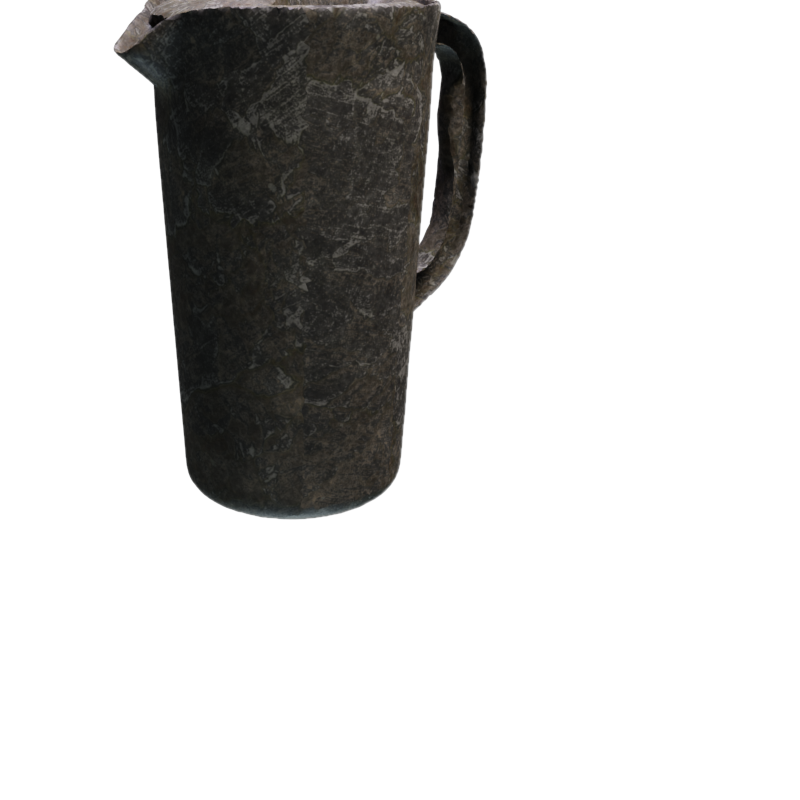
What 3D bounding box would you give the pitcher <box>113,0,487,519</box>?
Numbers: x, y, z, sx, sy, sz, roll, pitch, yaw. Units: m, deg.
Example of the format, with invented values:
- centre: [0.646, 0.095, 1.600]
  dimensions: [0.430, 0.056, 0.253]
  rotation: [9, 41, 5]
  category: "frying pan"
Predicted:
- centre: [-0.042, -0.076, 0.534]
  dimensions: [0.152, 0.234, 0.148]
  rotation: [5, 18, 11]
  category: "pitcher"
